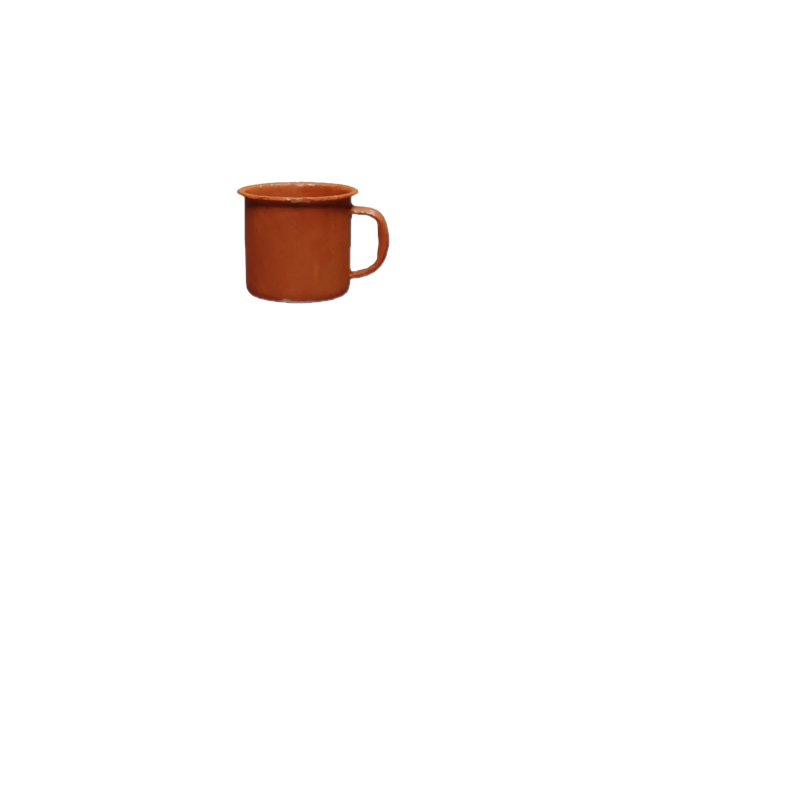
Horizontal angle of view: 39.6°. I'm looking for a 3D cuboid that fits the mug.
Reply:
[{"bbox_3d":[-0.067,-0.122,0.854,0.118,0.079,0.096,1,15,3],"label":"mug"}]
